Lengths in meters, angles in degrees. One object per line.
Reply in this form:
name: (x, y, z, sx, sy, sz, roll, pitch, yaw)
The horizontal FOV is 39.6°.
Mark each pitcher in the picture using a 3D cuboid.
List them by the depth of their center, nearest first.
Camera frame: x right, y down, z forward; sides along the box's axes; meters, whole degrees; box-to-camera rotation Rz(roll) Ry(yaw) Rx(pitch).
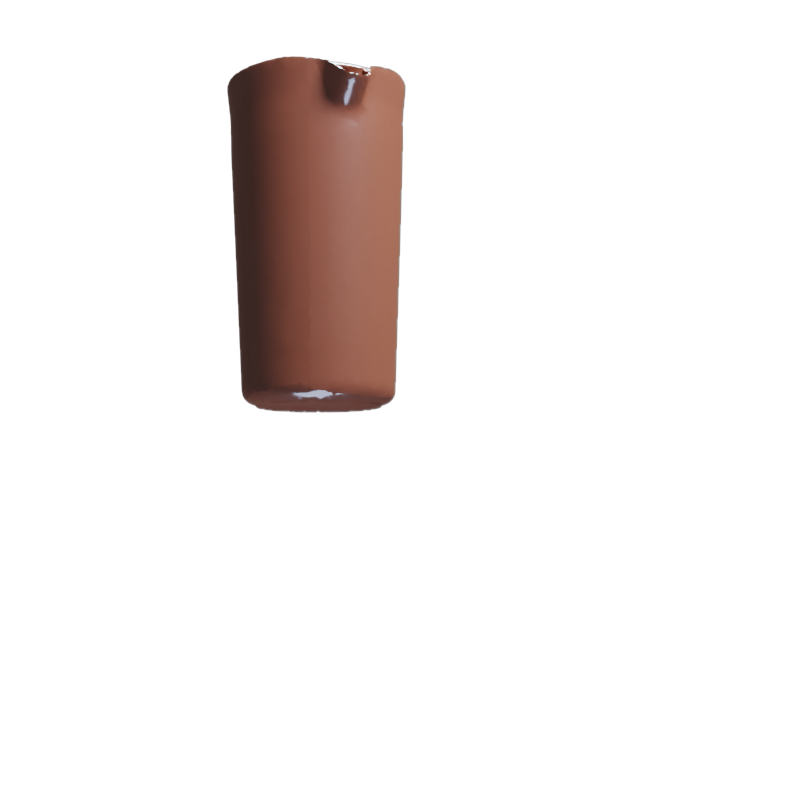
pitcher: (-0.063, -0.116, 0.811, 0.148, 0.250, 0.142, -5, -12, 21)
